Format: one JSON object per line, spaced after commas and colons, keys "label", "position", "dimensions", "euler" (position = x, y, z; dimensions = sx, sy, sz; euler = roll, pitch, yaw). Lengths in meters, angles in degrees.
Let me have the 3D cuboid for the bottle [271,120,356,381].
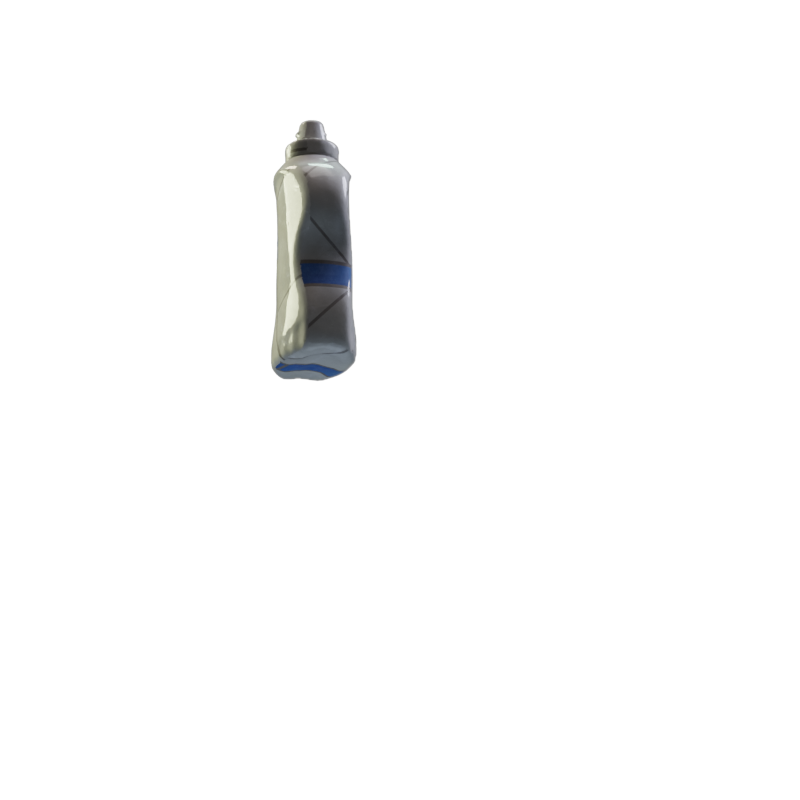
{"label": "bottle", "position": [-0.064, -0.117, 0.818], "dimensions": [0.057, 0.200, 0.093], "euler": [3, -19, -13]}
